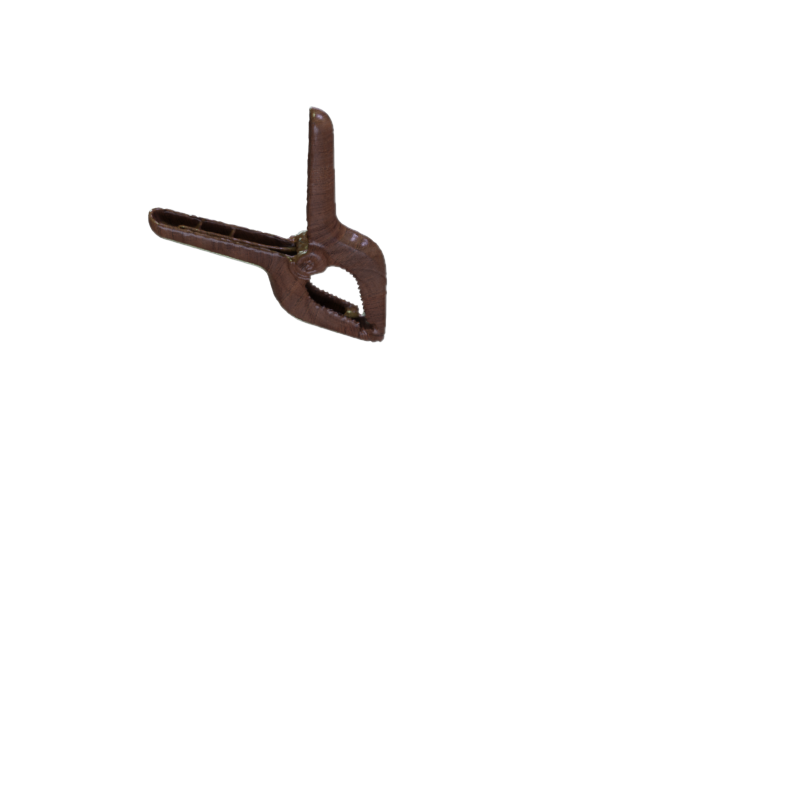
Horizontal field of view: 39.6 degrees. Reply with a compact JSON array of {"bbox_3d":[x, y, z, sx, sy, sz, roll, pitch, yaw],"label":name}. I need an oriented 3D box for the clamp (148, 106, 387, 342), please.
[{"bbox_3d":[-0.068,-0.123,0.863,0.163,0.039,0.197,-35,-59,25],"label":"clamp"}]
